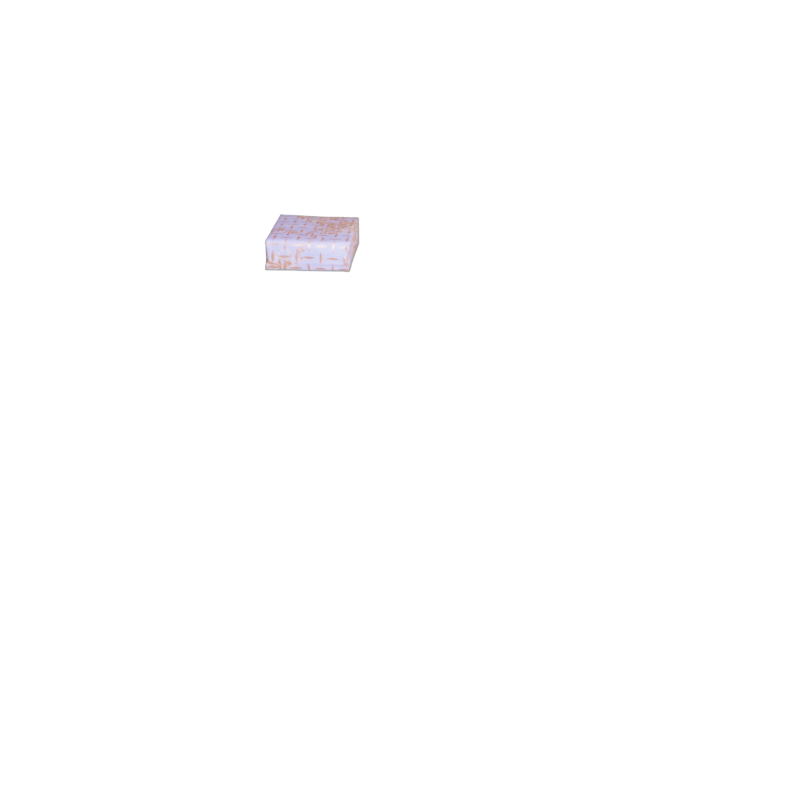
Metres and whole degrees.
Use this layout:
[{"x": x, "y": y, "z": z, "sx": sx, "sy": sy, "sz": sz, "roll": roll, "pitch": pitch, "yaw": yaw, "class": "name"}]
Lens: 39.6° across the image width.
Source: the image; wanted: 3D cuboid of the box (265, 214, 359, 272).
[{"x": -0.076, "y": -0.138, "z": 0.968, "sx": 0.074, "sy": 0.029, "sz": 0.092, "roll": 2, "pitch": 22, "yaw": 5, "class": "box"}]
